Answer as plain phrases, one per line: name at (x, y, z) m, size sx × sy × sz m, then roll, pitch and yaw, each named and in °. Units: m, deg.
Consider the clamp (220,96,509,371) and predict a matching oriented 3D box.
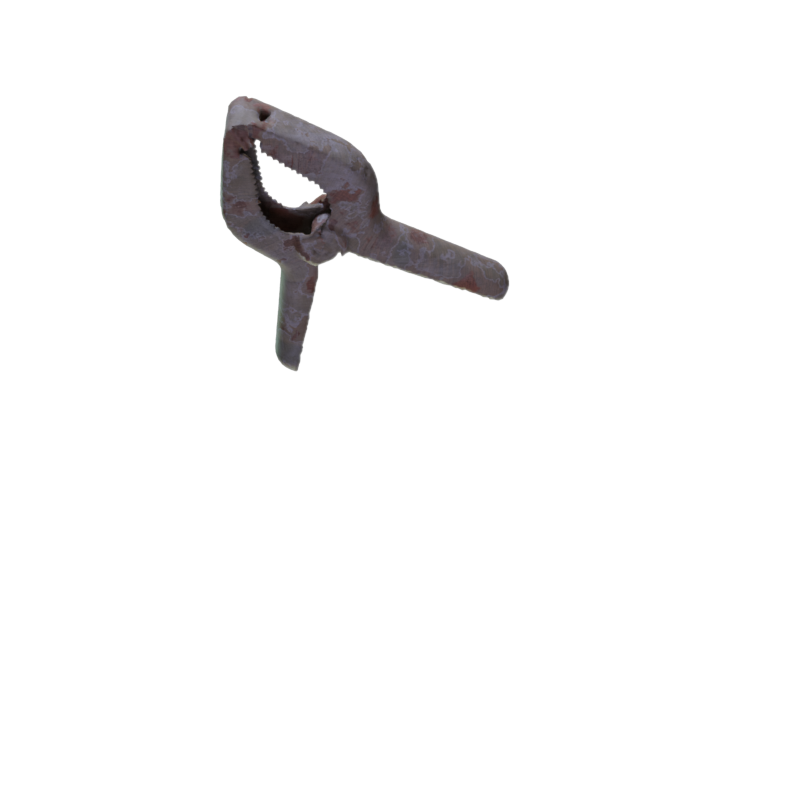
clamp at (-0.053, -0.097, 0.676) m, size 0.165 × 0.039 × 0.195 m, roll -25°, pitch -48°, yaw 25°
